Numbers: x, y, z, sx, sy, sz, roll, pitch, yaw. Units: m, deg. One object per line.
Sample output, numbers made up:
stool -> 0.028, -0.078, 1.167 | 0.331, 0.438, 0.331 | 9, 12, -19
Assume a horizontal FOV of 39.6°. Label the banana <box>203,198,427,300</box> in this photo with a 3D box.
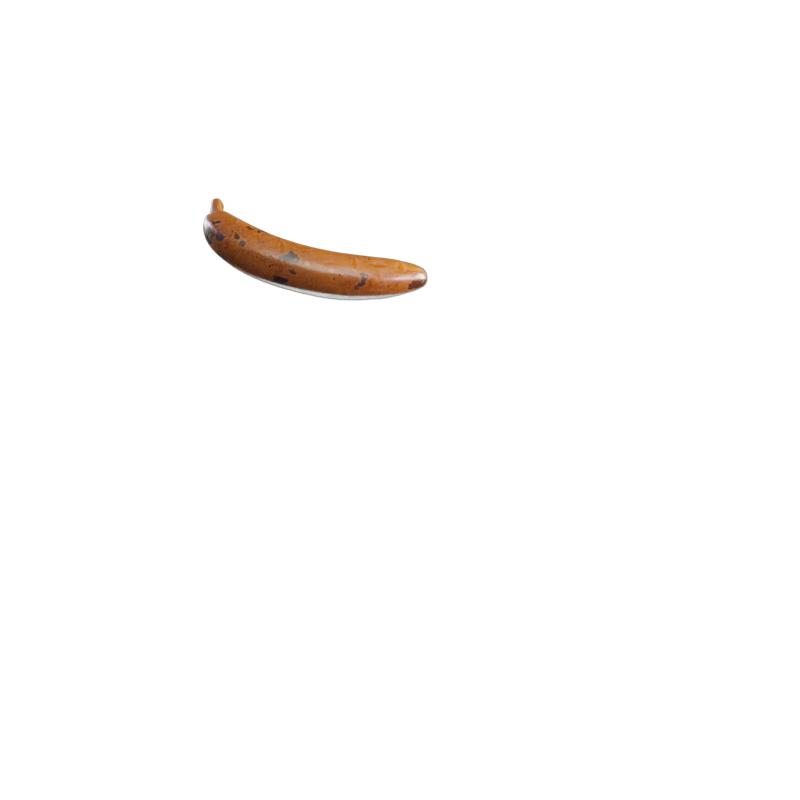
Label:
banana -> -0.080, -0.113, 0.861 | 0.206, 0.034, 0.072 | 22, 51, 19
